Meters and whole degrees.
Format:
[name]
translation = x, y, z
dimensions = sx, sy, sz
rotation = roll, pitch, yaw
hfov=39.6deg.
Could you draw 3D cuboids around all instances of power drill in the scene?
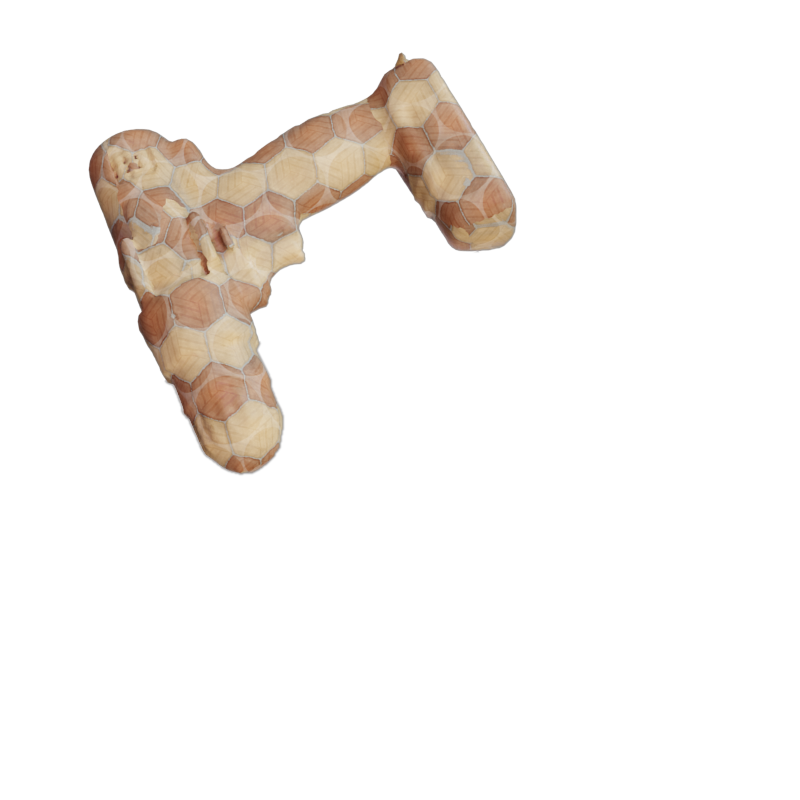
[power drill]
translation = -0.042, -0.077, 0.543
dimensions = 0.187, 0.195, 0.054
rotation = -23, -20, -9
